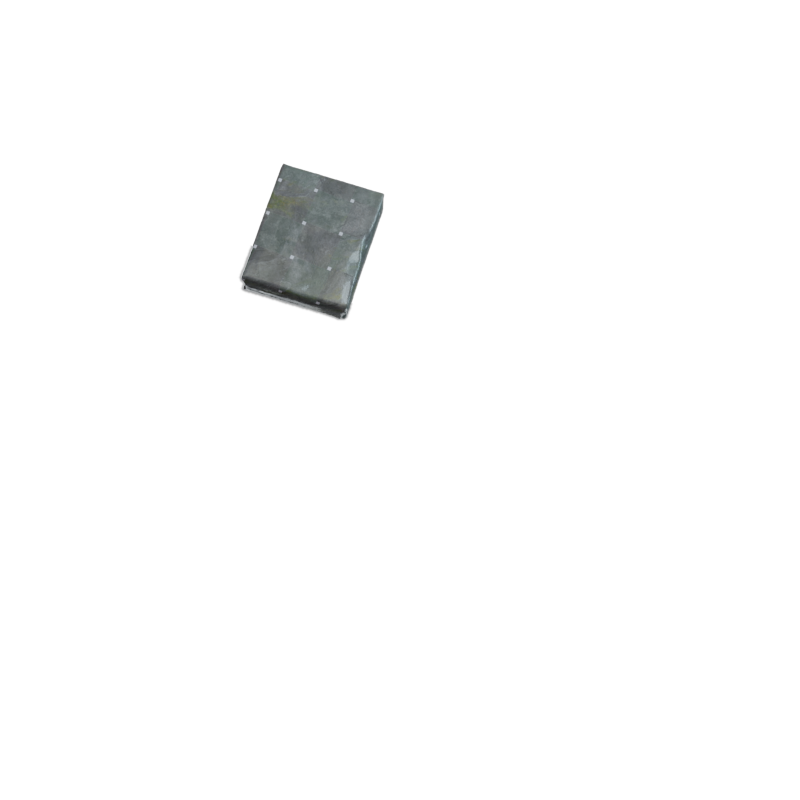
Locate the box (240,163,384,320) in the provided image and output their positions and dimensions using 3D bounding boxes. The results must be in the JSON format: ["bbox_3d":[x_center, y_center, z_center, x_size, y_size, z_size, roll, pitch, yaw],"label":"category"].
[{"bbox_3d":[-0.058,-0.105,0.740,0.074,0.093,0.029,16,-21,6],"label":"box"}]
